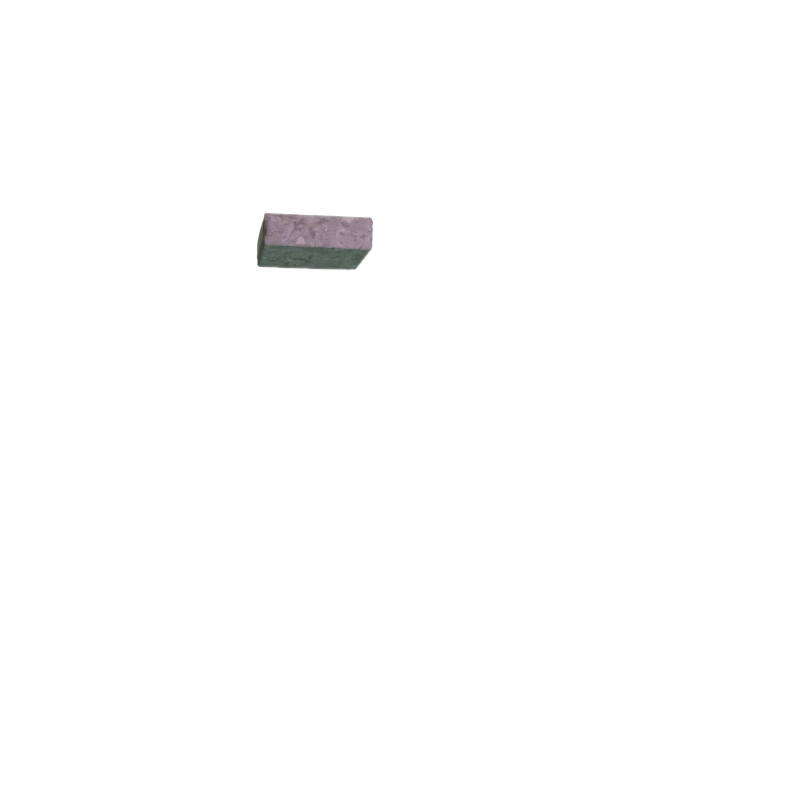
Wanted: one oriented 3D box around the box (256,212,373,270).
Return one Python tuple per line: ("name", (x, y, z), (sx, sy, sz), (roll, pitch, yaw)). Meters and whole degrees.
("box", (-0.072, -0.131, 0.916), (0.088, 0.031, 0.072), (1, -8, -8))
